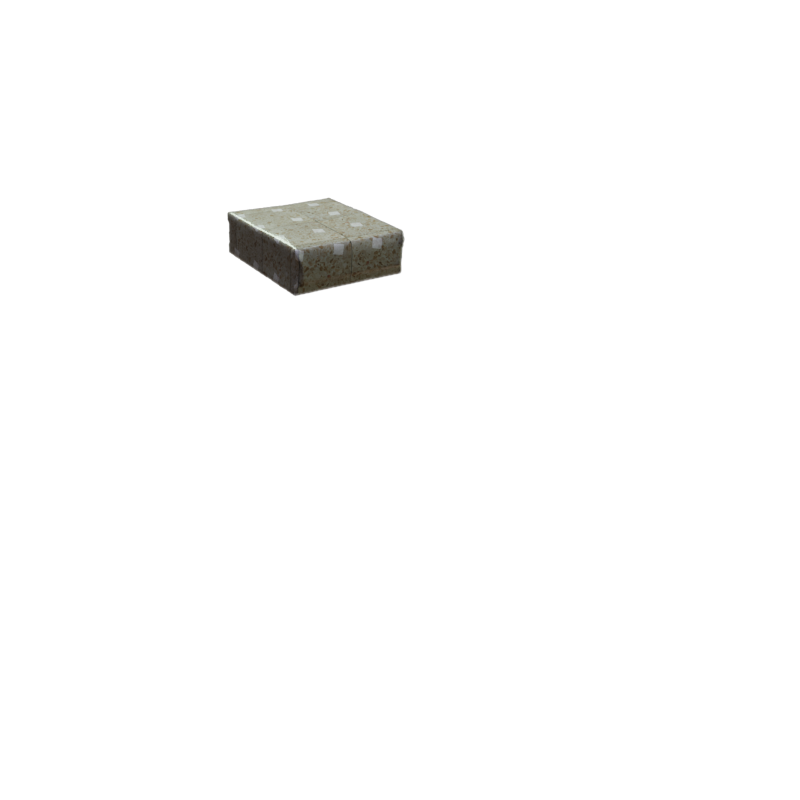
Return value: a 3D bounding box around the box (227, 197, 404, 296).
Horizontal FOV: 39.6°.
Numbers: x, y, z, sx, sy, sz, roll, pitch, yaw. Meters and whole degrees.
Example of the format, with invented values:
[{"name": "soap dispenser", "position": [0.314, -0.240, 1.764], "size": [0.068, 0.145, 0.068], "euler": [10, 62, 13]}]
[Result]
[{"name": "box", "position": [-0.052, -0.094, 0.661], "size": [0.072, 0.029, 0.095], "euler": [-13, 27, -28]}]
